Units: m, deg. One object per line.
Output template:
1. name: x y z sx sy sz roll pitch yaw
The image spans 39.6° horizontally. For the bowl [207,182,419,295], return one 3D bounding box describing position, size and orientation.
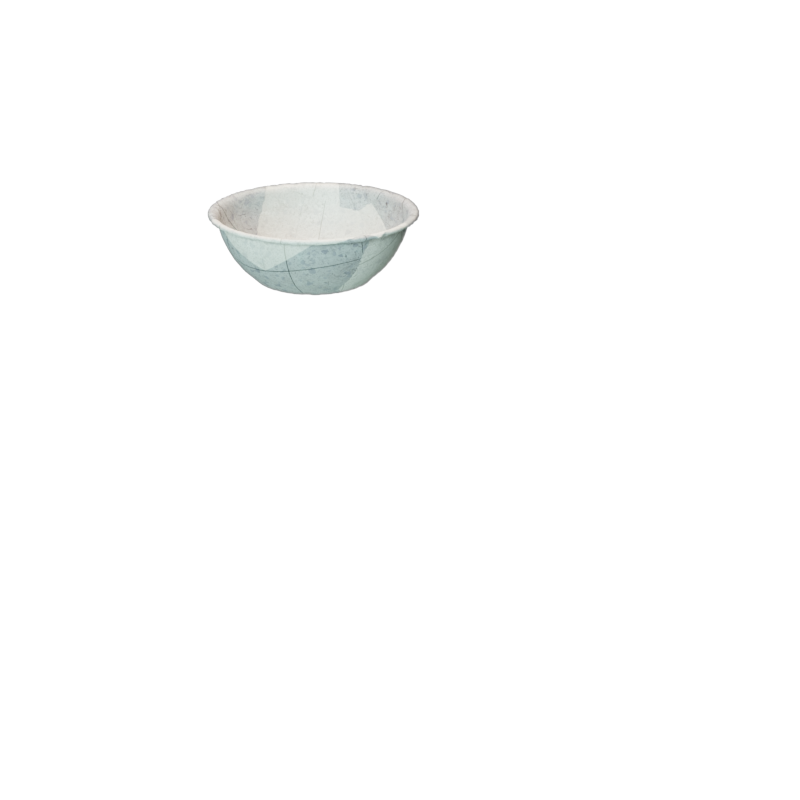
1. bowl: -0.067 -0.122 0.854 0.162 0.052 0.170 -1 24 -2
